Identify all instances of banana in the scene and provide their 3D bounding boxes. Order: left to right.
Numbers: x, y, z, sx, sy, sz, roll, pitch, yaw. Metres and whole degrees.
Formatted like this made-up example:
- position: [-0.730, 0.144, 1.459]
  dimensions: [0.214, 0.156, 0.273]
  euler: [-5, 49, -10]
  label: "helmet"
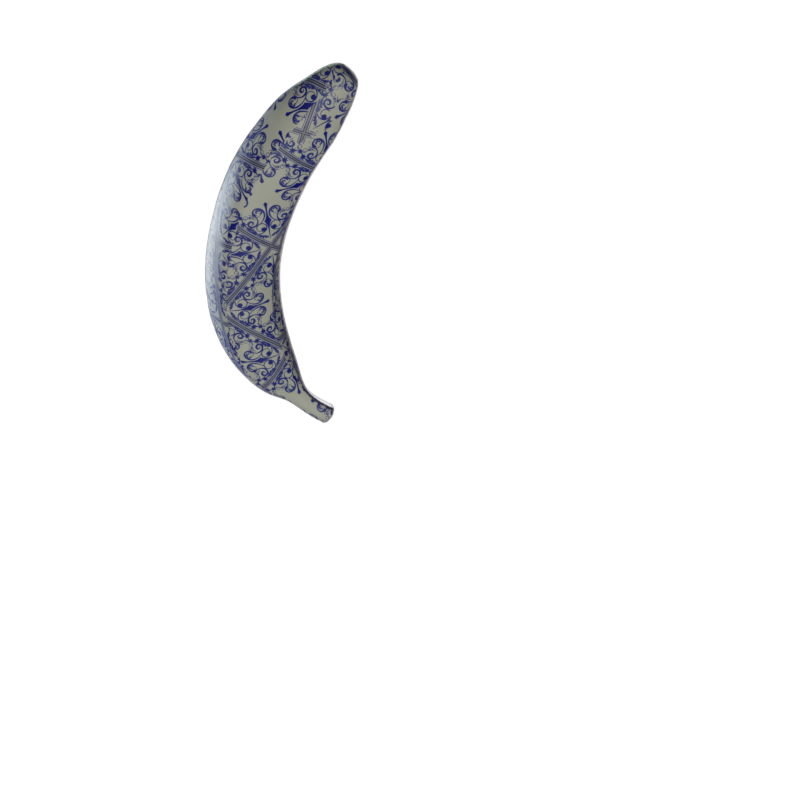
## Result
- position: [-0.061, -0.075, 0.546]
  dimensions: [0.069, 0.186, 0.039]
  euler: [4, 33, -3]
  label: "banana"
